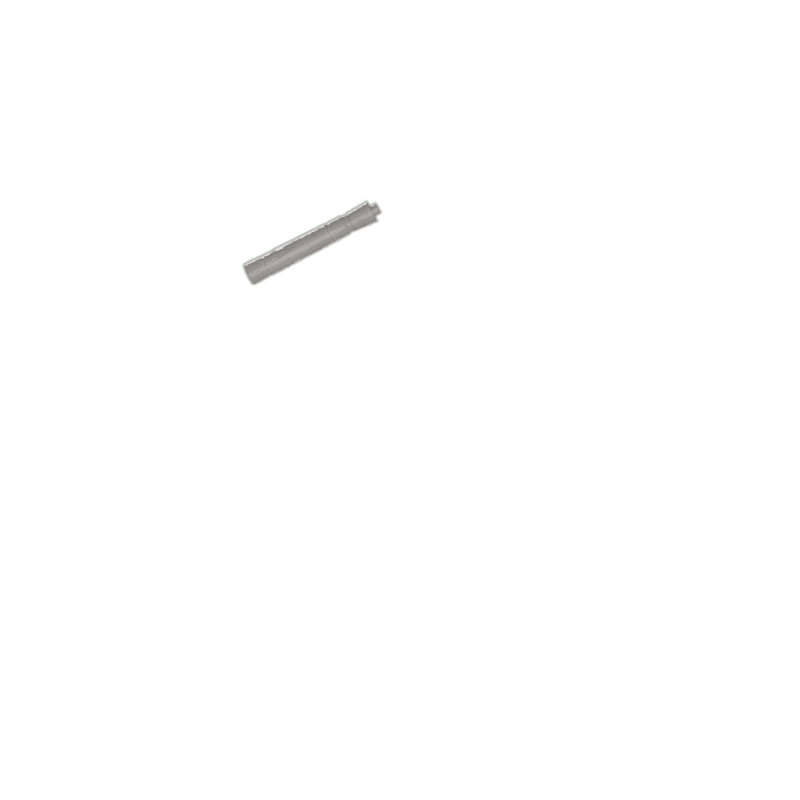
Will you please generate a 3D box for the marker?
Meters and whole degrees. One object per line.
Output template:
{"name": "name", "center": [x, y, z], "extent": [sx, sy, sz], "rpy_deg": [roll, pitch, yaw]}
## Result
{"name": "marker", "center": [-0.071, -0.130, 0.912], "extent": [0.121, 0.020, 0.020], "rpy_deg": [-27, 2, 5]}
